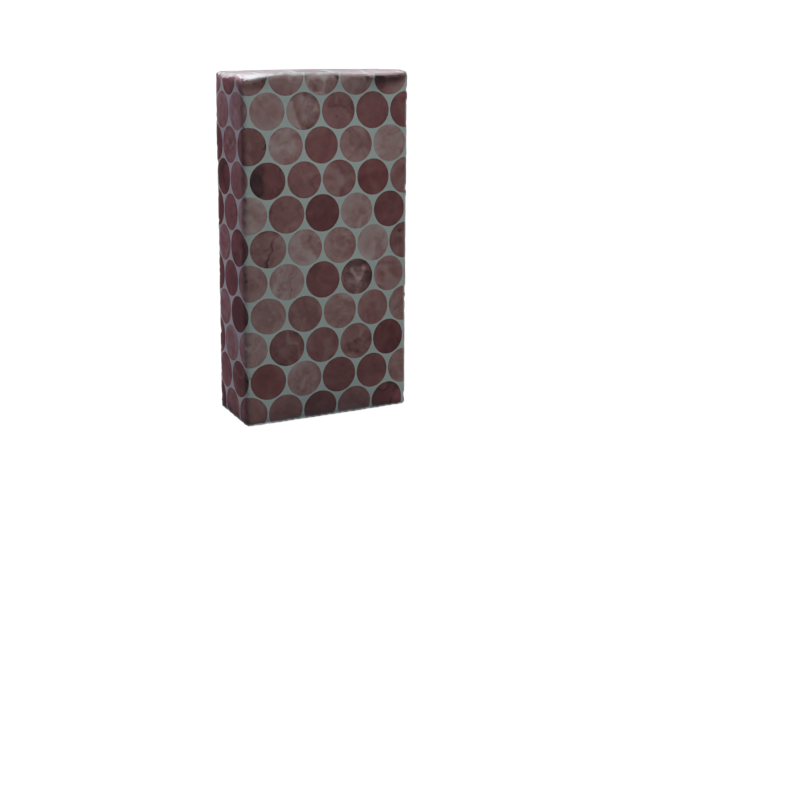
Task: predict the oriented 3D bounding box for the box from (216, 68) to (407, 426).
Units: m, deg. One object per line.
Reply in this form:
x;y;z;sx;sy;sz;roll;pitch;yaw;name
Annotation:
-0.045;-0.082;0.573;0.091;0.171;0.051;-6;15;-26;box
